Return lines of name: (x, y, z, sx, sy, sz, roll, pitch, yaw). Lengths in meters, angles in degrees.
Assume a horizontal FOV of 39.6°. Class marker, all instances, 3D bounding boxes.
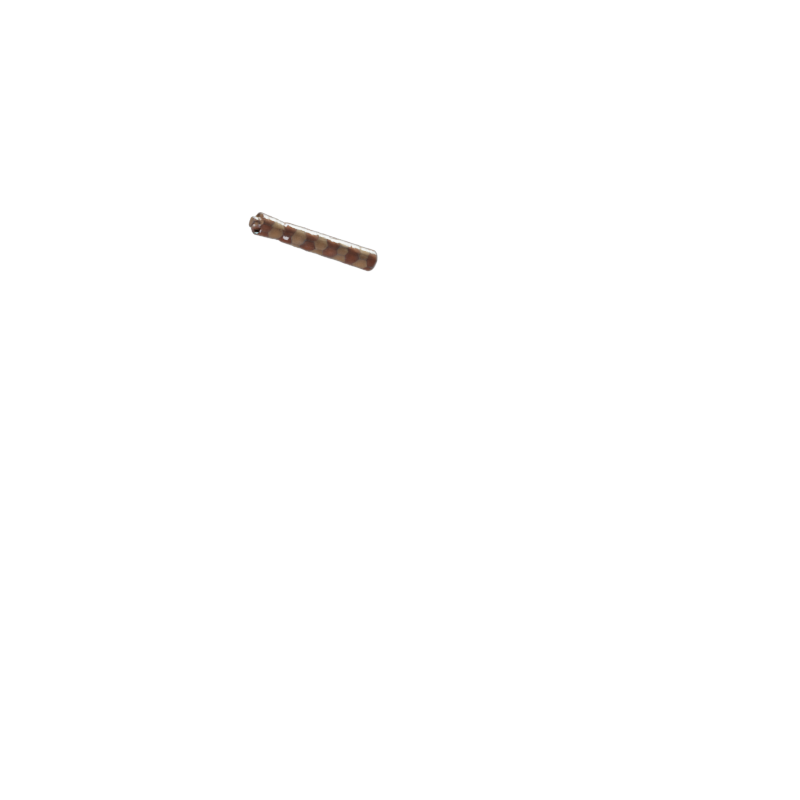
marker: (-0.071, -0.130, 0.908, 0.115, 0.020, 0.020, 14, -5, -33)
